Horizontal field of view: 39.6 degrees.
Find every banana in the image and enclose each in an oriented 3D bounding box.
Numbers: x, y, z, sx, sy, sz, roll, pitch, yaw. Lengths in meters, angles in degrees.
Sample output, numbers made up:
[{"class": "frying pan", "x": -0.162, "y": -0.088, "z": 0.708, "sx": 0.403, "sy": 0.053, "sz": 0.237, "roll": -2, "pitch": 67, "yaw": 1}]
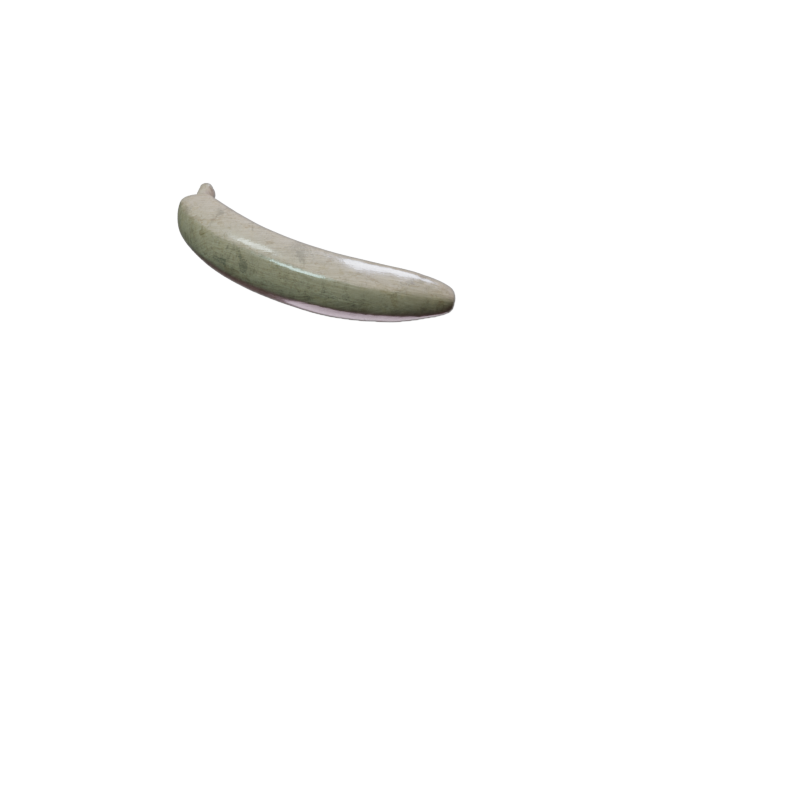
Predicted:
[{"class": "banana", "x": -0.066, "y": -0.086, "z": 0.653, "sx": 0.209, "sy": 0.034, "sz": 0.070, "roll": 28, "pitch": 49, "yaw": 27}]
